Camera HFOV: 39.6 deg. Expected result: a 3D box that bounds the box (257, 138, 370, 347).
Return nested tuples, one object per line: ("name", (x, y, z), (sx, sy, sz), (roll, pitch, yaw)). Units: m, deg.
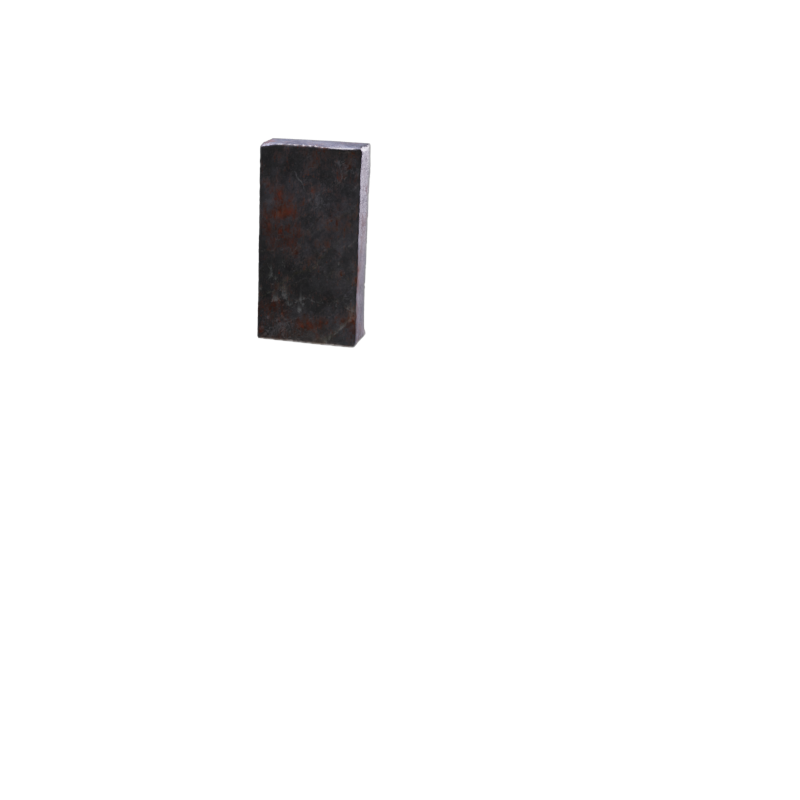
("box", (-0.077, -0.139, 0.975), (0.095, 0.170, 0.049), (5, 15, 14))
